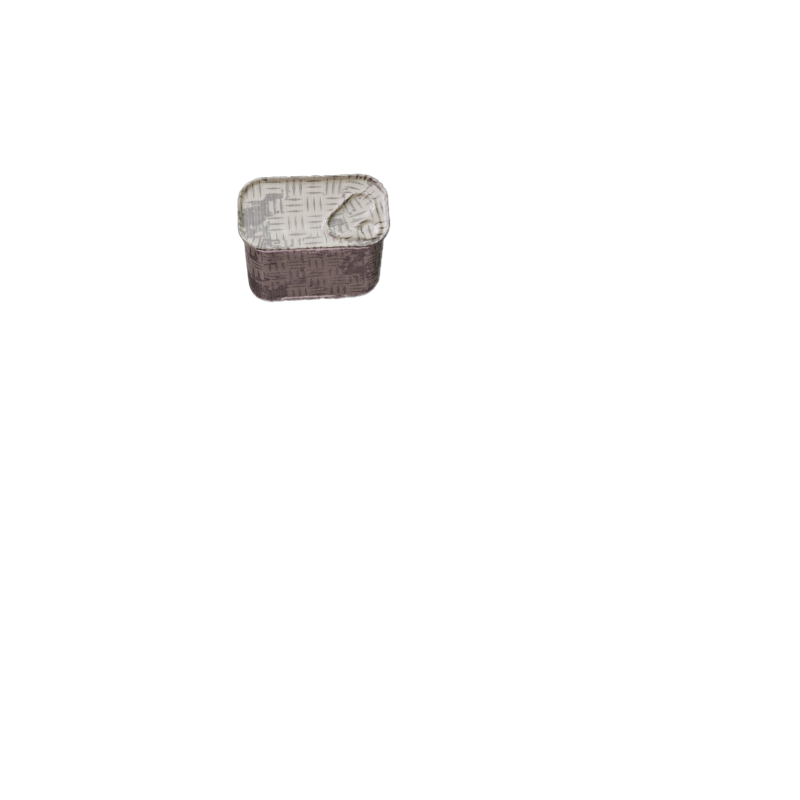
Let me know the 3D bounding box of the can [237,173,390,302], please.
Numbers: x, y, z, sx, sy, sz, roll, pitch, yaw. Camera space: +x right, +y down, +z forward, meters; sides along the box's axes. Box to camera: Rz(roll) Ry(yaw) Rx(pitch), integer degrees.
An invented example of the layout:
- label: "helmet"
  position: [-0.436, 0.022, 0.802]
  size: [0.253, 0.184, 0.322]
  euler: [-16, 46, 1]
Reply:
- label: "can"
  position: [-0.061, -0.111, 0.777]
  size: [0.102, 0.061, 0.079]
  euler: [-2, -25, -3]
